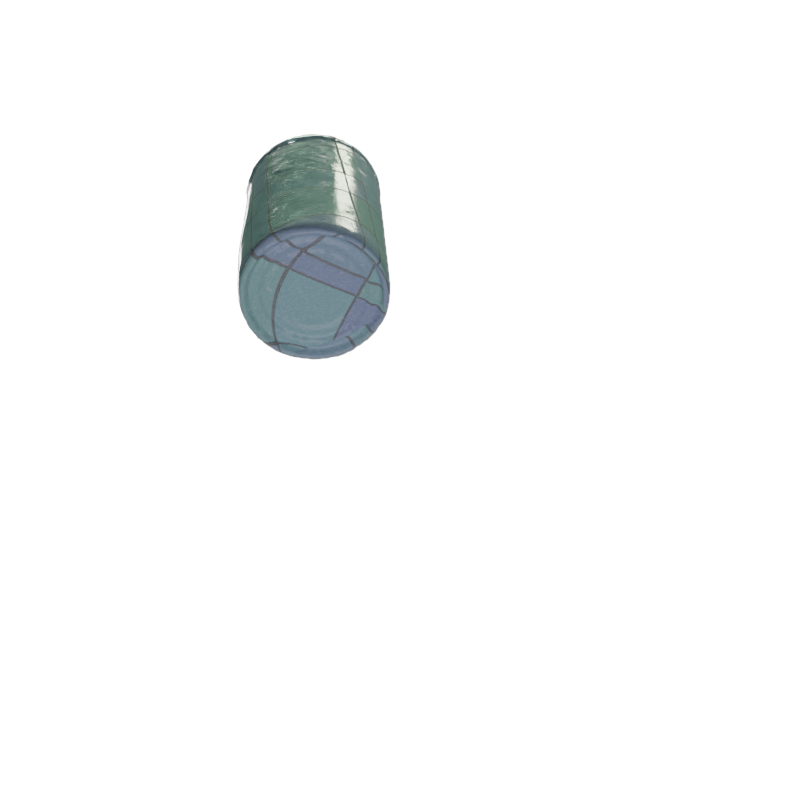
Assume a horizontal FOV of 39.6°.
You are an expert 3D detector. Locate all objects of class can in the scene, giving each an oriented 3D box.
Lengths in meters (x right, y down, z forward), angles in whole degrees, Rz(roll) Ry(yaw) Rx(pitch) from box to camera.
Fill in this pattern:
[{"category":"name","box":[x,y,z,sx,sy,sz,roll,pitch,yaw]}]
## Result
[{"category":"can","box":[-0.041,-0.074,0.520,0.068,0.064,0.109,-1,33,-3]}]
